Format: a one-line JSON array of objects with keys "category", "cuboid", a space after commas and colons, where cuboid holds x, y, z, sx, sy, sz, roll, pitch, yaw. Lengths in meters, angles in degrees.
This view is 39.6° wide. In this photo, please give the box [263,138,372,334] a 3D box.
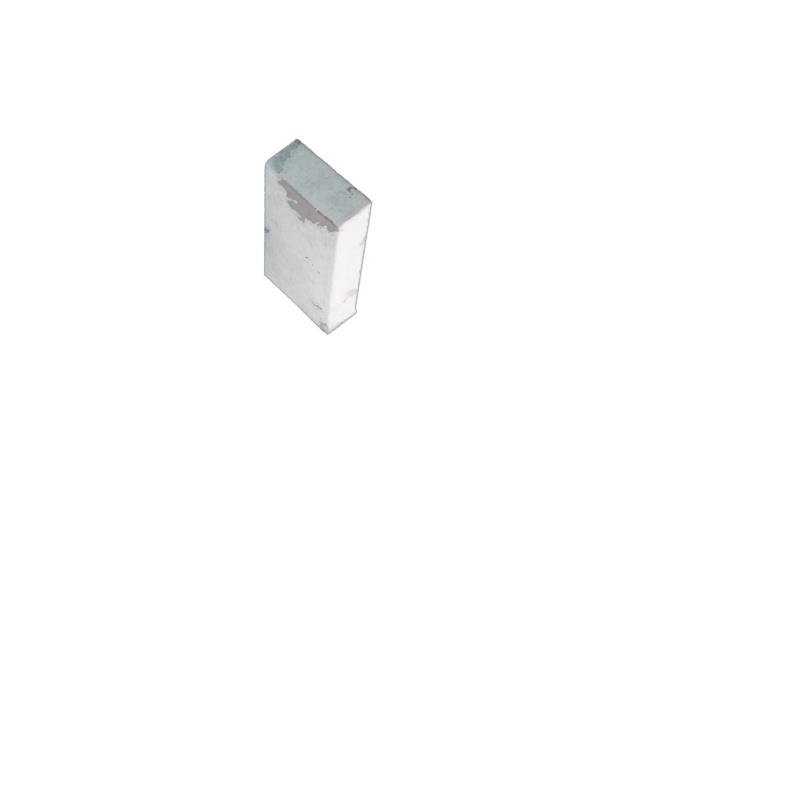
[{"category": "box", "cuboid": [-0.076, -0.139, 0.971, 0.048, 0.098, 0.166, -40, -19, -21]}]
